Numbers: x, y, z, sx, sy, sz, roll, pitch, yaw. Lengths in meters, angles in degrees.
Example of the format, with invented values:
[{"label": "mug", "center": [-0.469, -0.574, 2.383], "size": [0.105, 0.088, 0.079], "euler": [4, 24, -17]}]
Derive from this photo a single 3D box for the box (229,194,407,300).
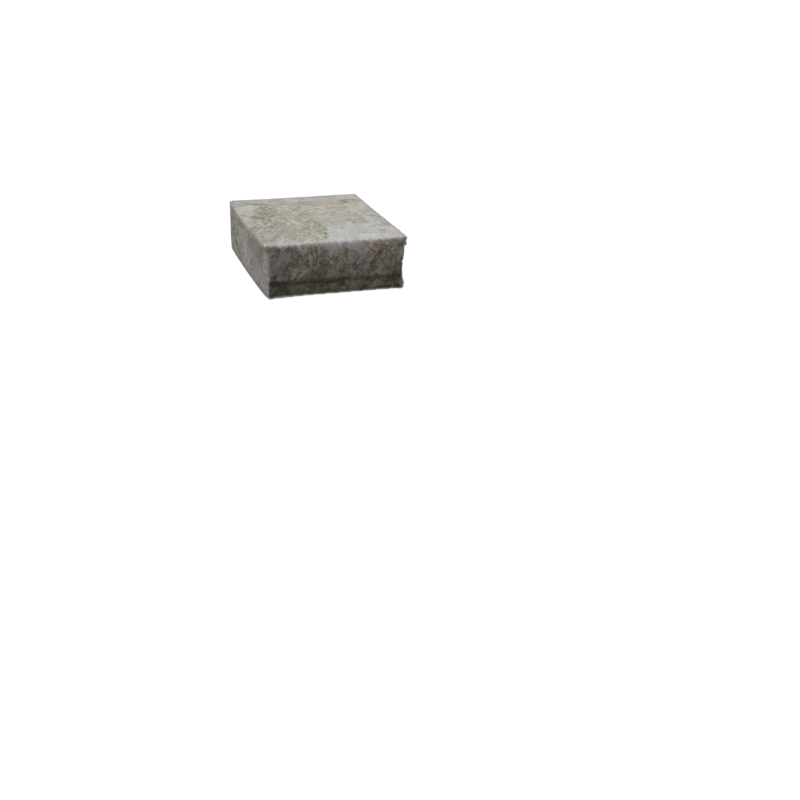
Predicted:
[{"label": "box", "center": [-0.056, -0.102, 0.711], "size": [0.088, 0.037, 0.121], "euler": [-7, 26, -16]}]
